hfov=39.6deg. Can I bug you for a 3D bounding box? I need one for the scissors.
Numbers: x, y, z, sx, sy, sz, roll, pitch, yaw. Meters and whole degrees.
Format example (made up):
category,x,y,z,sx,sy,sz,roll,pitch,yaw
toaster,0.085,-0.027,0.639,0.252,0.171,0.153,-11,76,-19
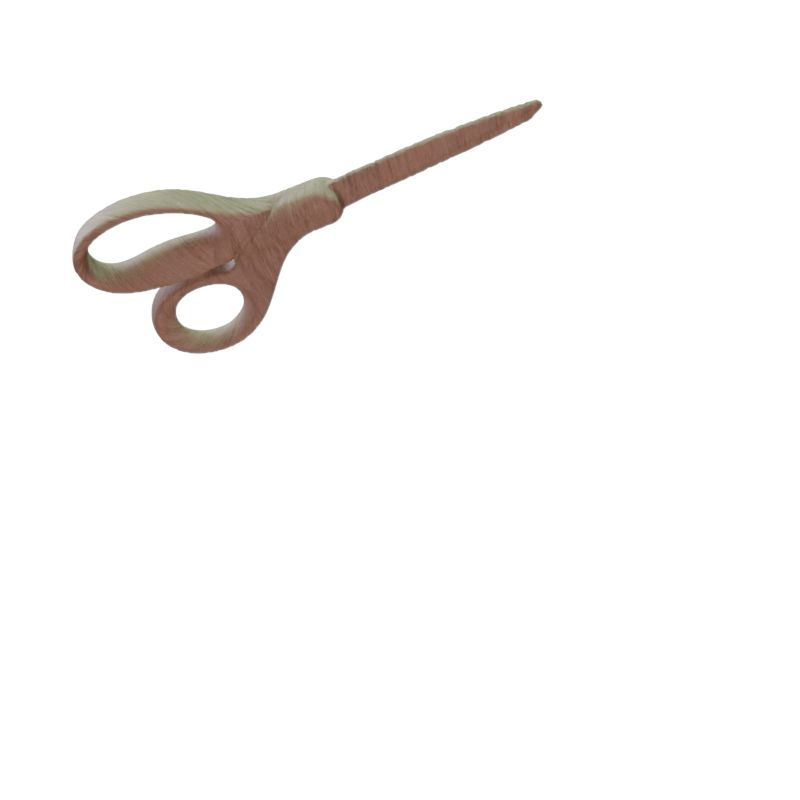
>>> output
category,x,y,z,sx,sy,sz,roll,pitch,yaw
scissors,-0.036,-0.066,0.464,0.203,0.017,0.089,-9,-46,9
